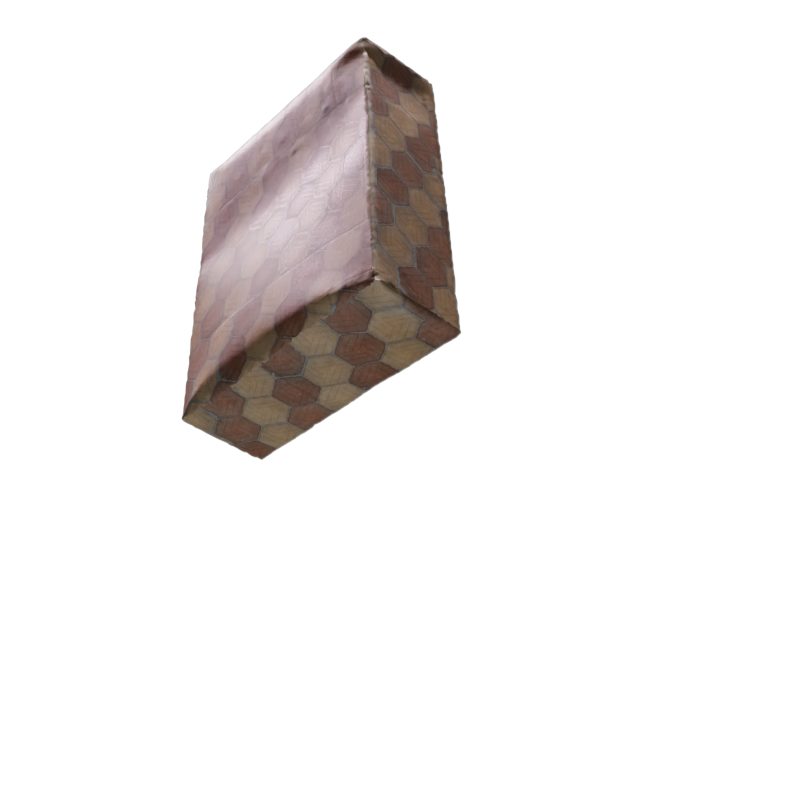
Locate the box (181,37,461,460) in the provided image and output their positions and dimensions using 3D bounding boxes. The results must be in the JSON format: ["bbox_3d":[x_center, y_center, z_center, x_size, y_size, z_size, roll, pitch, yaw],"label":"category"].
[{"bbox_3d":[-0.053,-0.097,0.678,0.163,0.229,0.067,-34,-49,32],"label":"box"}]
